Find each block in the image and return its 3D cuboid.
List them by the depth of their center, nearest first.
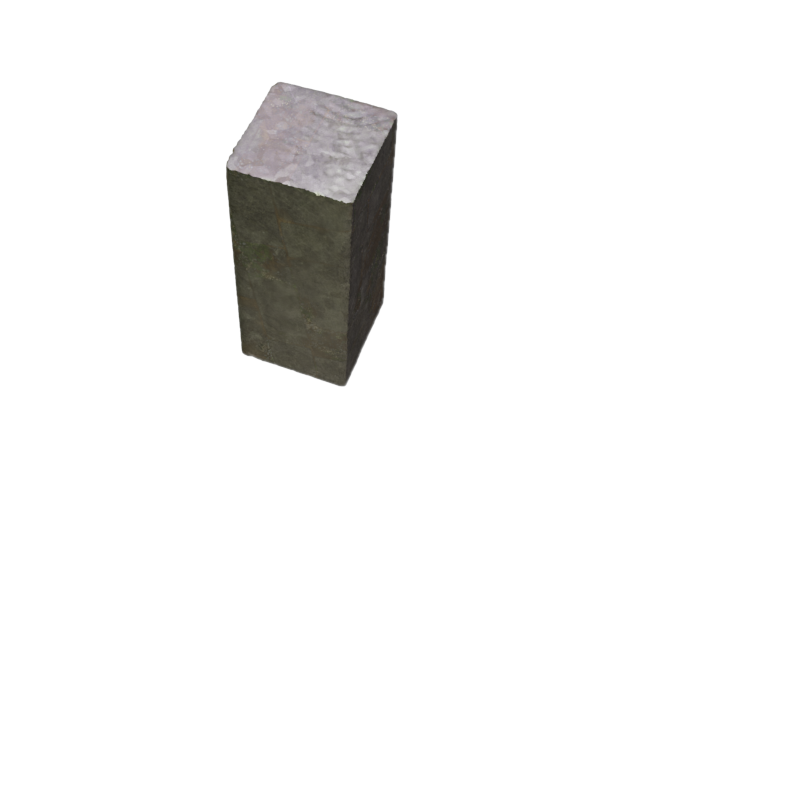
[{"bbox_3d":[-0.063,-0.114,0.793,0.092,0.095,0.193,18,-34,9],"label":"block"}]
